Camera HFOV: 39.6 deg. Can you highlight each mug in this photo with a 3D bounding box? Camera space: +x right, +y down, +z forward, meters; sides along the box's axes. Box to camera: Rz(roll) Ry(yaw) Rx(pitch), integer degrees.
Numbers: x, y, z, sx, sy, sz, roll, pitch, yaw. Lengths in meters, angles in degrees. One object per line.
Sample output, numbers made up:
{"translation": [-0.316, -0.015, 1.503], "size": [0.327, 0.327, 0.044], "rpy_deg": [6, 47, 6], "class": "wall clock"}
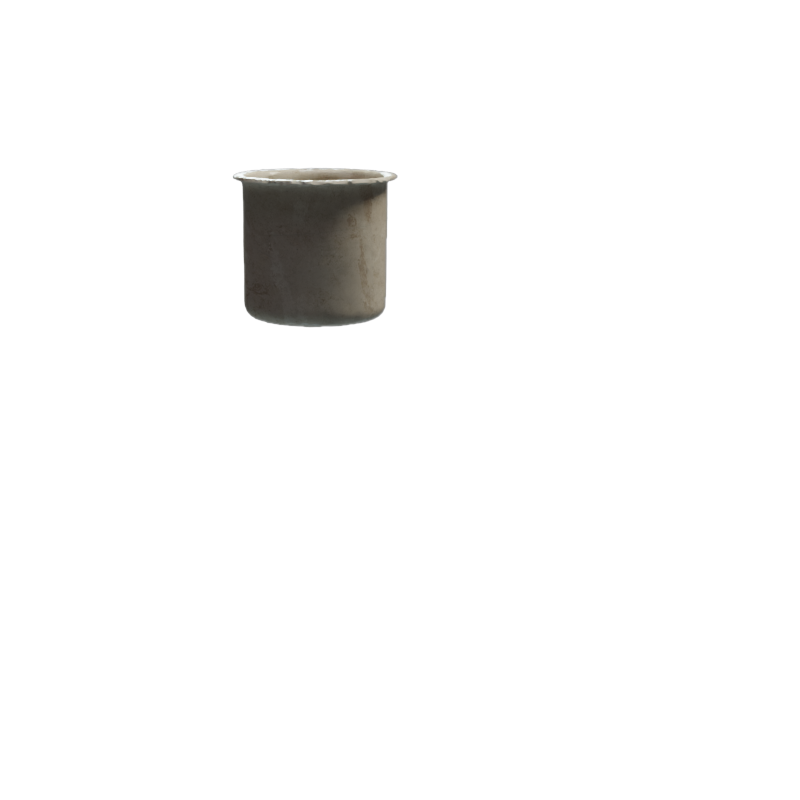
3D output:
{"translation": [-0.050, -0.092, 0.645], "size": [0.092, 0.079, 0.121], "rpy_deg": [-1, 14, -8], "class": "mug"}
